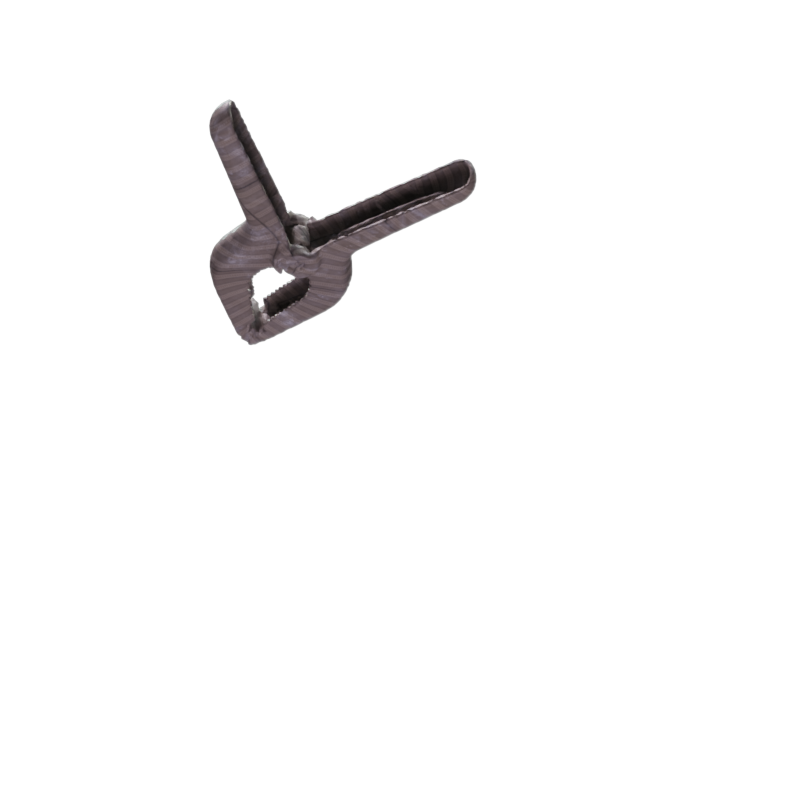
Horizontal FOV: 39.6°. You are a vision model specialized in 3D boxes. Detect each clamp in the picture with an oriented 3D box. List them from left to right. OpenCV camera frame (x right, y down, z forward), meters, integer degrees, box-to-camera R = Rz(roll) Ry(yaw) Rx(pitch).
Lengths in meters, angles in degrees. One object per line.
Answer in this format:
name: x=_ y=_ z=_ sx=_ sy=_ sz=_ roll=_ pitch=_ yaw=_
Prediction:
clamp: x=-0.056 y=-0.102 z=0.712 sx=0.161 sy=0.039 sz=0.200 roll=9 pitch=-36 yaw=-13
